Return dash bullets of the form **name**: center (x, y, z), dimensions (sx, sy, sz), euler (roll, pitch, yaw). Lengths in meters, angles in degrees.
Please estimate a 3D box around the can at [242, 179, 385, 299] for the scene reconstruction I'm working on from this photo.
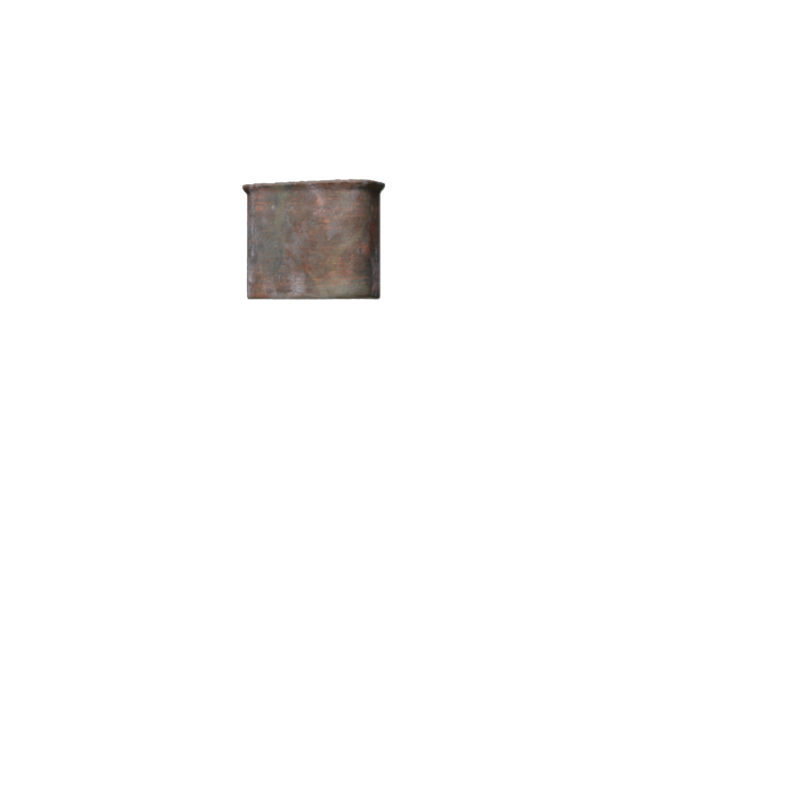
- **can**: center (-0.063, -0.114, 0.802), dimensions (0.105, 0.084, 0.056), euler (1, 1, 24)
